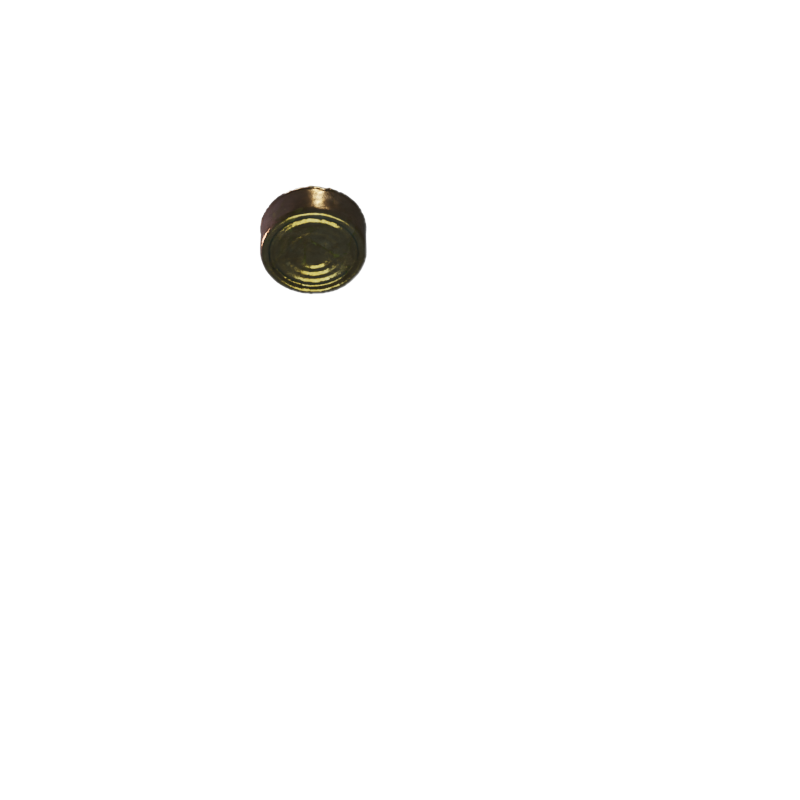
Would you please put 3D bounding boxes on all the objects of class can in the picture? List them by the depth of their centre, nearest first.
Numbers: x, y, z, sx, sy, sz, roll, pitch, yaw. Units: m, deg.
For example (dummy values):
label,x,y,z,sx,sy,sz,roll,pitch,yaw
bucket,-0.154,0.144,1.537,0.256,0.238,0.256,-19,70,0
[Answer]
label,x,y,z,sx,sy,sz,roll,pitch,yaw
can,-0.069,-0.126,0.882,0.086,0.080,0.036,1,41,-1
